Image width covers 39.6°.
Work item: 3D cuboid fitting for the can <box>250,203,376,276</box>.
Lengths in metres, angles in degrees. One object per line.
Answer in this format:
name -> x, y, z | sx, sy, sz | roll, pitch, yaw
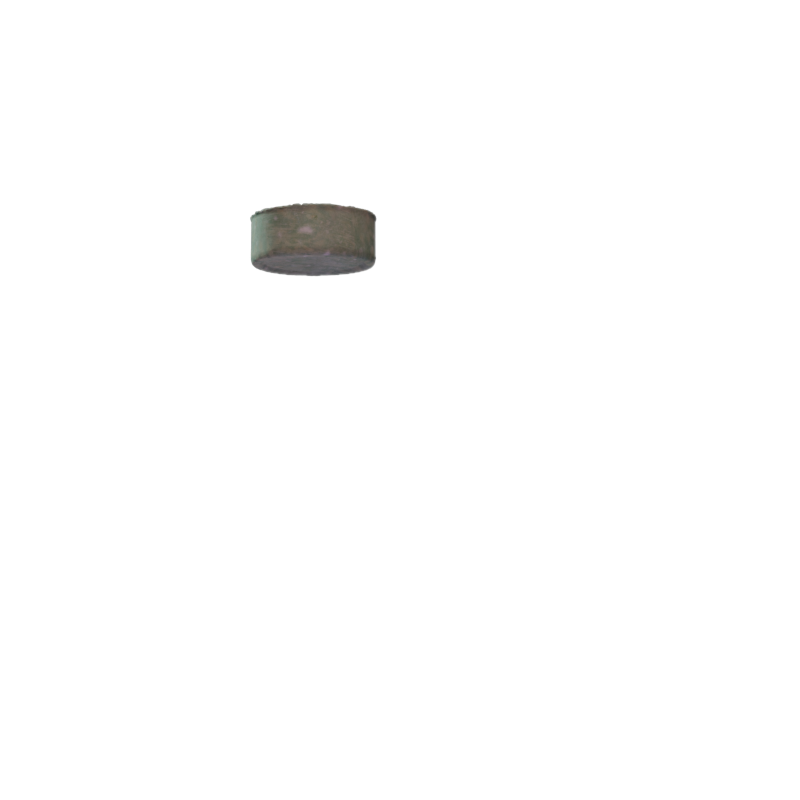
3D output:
can -> -0.059, -0.107, 0.749 | 0.086, 0.034, 0.084 | 0, -5, -2
